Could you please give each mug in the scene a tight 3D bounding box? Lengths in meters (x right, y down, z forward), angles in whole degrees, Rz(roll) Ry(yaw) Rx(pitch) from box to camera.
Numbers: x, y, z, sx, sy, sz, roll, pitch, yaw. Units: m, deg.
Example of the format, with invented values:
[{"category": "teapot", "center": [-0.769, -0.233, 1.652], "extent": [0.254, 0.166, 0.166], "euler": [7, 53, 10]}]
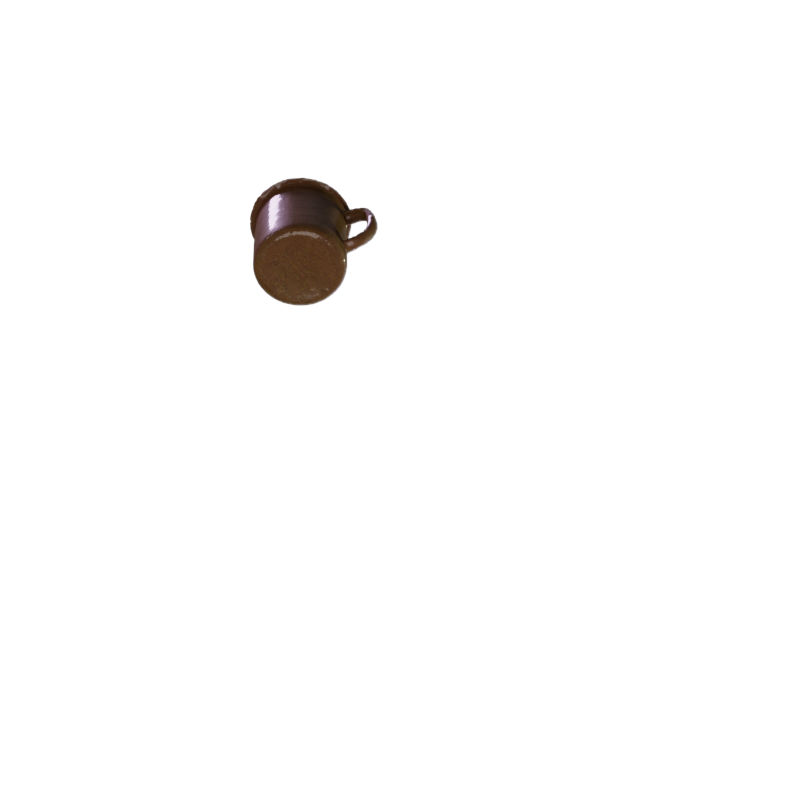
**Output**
[{"category": "mug", "center": [-0.077, -0.140, 0.979], "extent": [0.118, 0.087, 0.087], "euler": [-13, 34, 7]}]
